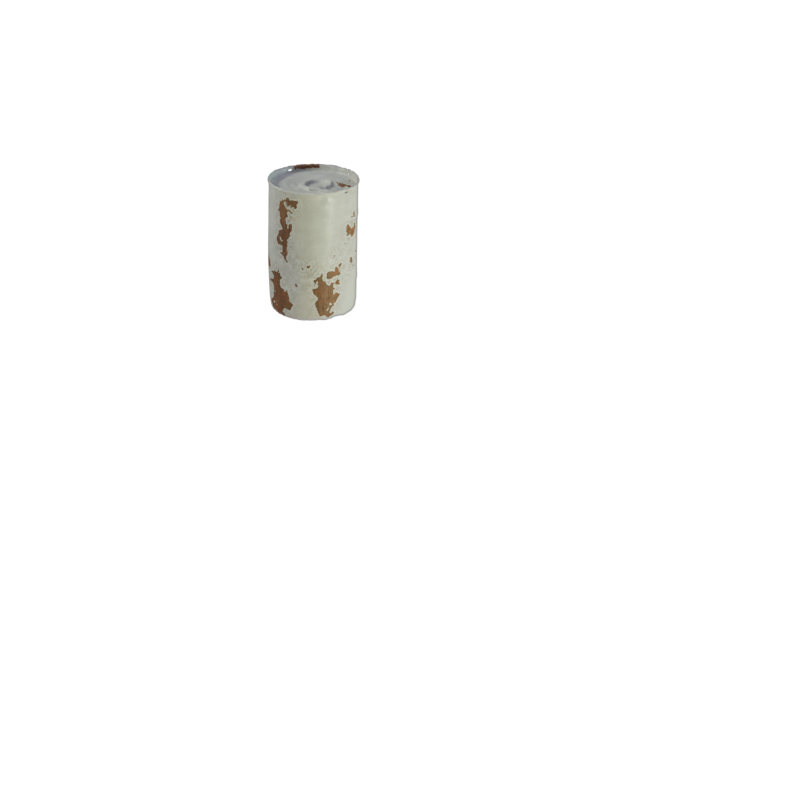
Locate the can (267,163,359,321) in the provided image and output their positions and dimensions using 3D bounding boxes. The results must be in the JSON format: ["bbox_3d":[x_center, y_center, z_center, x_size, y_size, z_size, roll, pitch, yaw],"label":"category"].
[{"bbox_3d":[-0.065,-0.119,0.833,0.068,0.097,0.072,0,25,-2],"label":"can"}]
